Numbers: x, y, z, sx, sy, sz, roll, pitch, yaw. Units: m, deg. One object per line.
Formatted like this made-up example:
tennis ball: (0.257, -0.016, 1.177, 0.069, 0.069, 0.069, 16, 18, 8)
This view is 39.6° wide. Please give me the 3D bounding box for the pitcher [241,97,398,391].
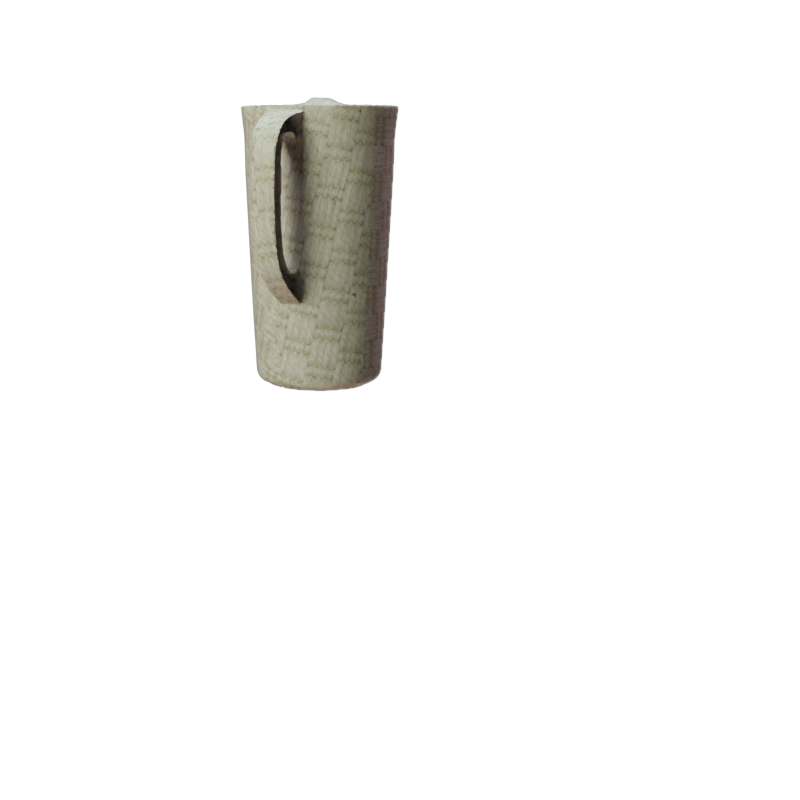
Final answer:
pitcher: (-0.074, -0.134, 0.941, 0.145, 0.240, 0.151, -3, 8, -24)
